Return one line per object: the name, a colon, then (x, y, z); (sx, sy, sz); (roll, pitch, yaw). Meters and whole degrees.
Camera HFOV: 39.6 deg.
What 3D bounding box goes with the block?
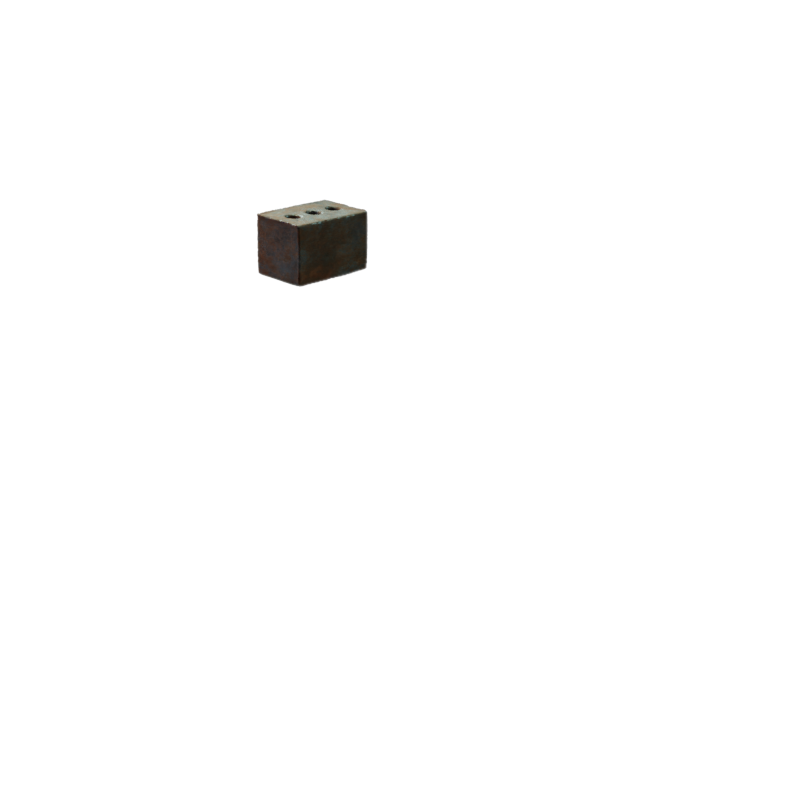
block: (-0.071, -0.129, 0.903); (0.056, 0.049, 0.077); (19, 27, 41)
